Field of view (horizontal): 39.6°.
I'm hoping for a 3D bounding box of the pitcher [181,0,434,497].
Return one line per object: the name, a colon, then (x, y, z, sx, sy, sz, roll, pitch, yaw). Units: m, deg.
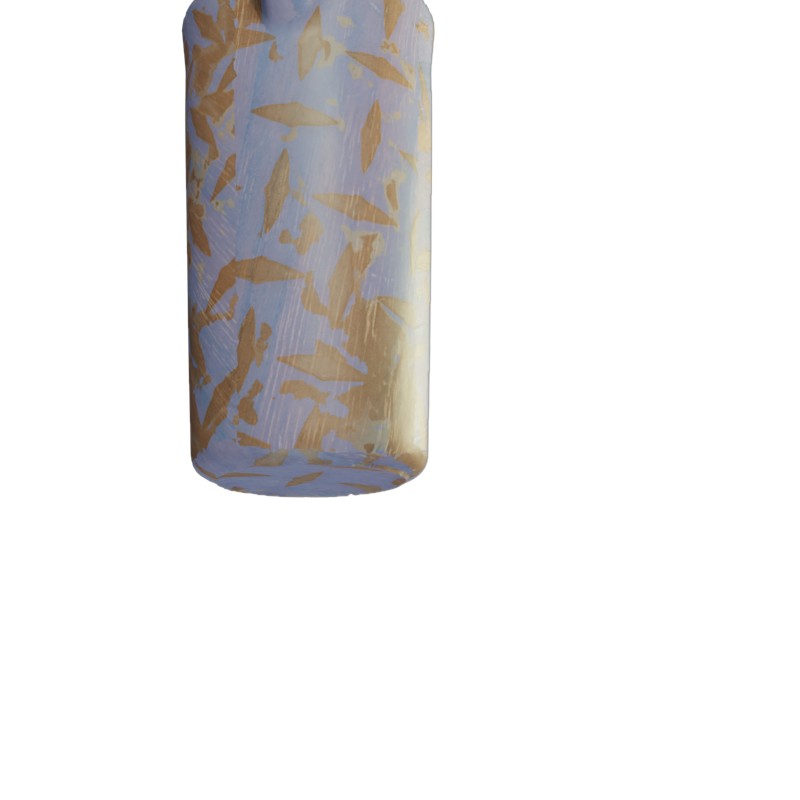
pitcher: (-0.043, -0.079, 0.555, 0.141, 0.255, 0.146, 15, -25, -38)
